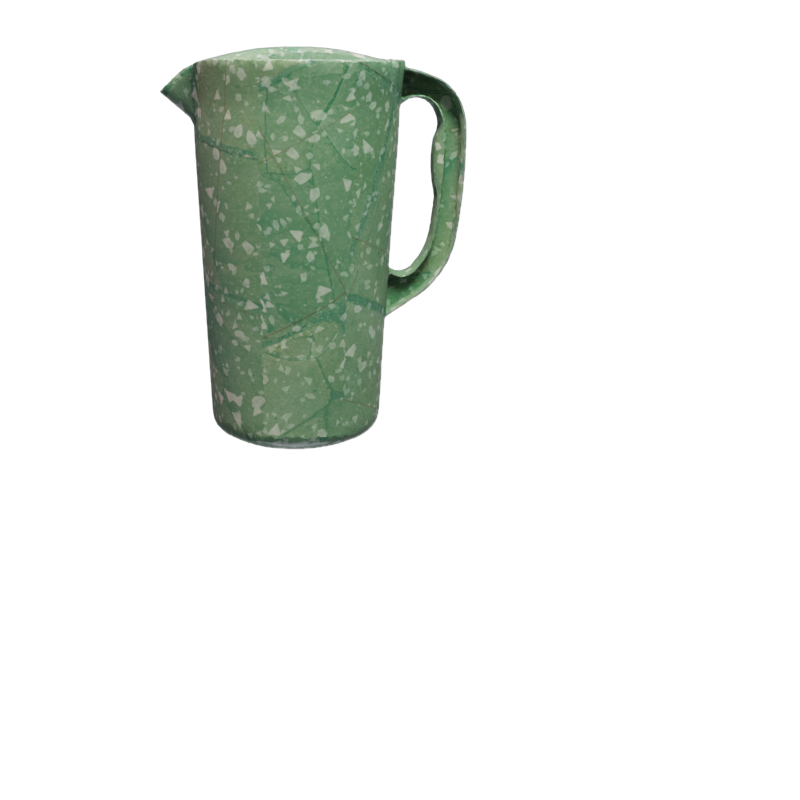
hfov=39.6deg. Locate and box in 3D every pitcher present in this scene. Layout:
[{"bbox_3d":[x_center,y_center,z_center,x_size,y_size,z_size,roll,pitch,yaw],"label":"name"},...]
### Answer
[{"bbox_3d":[-0.055,-0.100,0.701,0.156,0.237,0.142,10,16,36],"label":"pitcher"}]
